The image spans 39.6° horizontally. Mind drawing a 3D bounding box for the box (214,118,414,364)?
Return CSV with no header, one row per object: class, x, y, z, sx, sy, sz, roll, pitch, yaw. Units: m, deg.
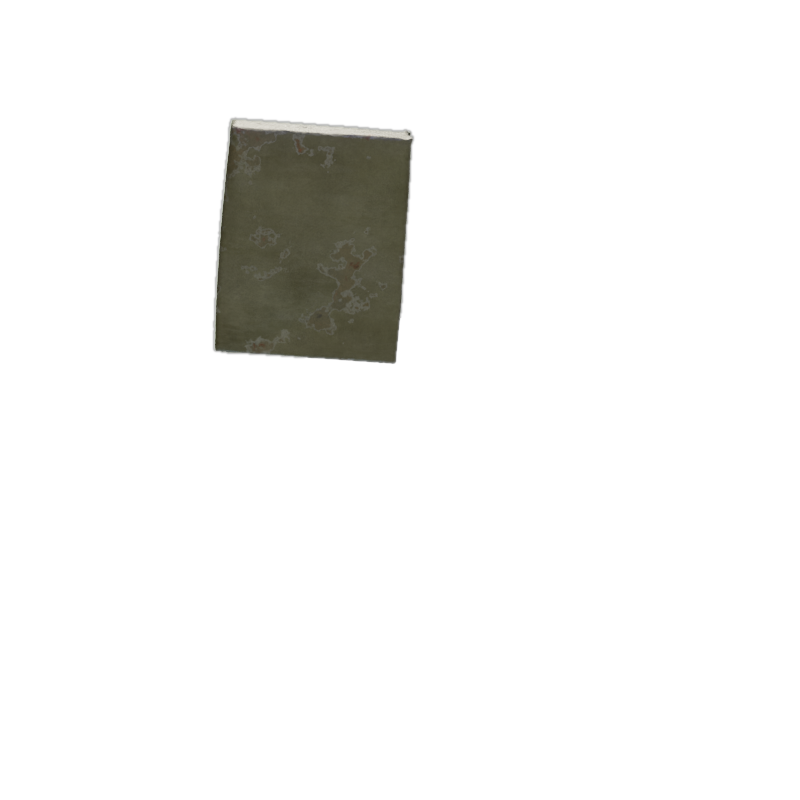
box,-0.042,-0.077,0.538,0.090,0.110,0.040,5,13,-2
